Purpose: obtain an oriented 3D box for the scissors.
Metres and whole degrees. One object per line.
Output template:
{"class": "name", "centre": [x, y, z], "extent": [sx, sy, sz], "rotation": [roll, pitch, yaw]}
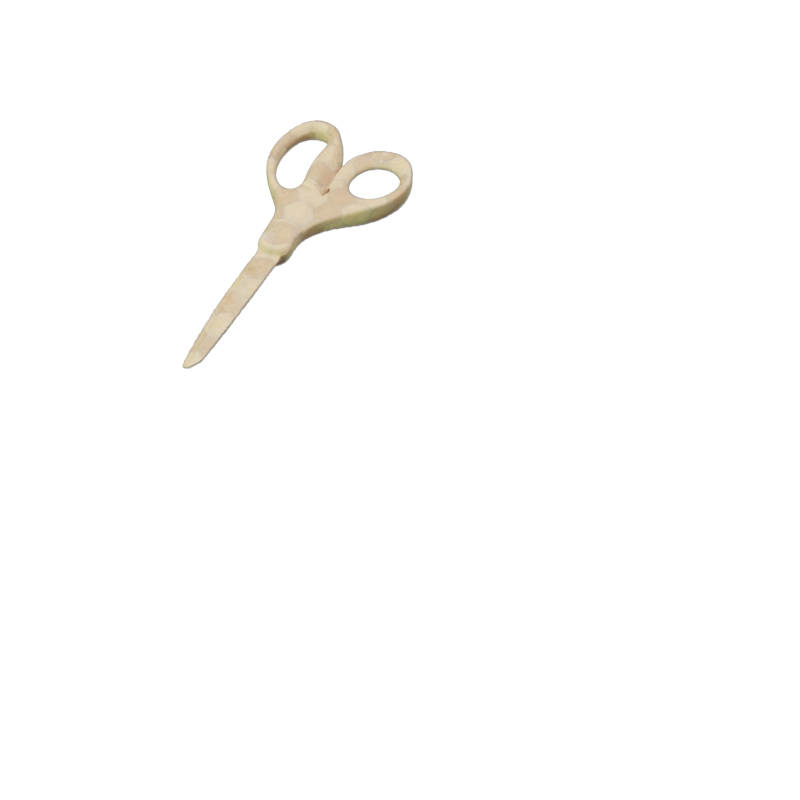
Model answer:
{"class": "scissors", "centre": [-0.048, -0.088, 0.614], "extent": [0.097, 0.214, 0.015], "rotation": [6, -42, 5]}
